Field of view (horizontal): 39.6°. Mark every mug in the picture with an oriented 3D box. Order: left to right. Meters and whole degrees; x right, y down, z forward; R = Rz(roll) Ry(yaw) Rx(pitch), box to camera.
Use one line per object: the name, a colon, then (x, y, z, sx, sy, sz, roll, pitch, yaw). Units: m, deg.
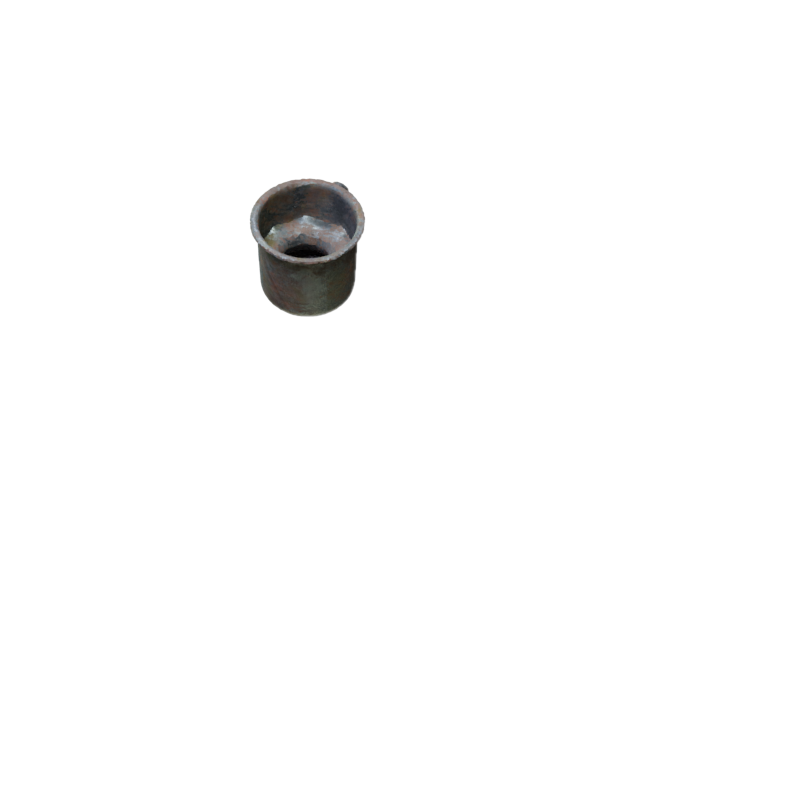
mug: (-0.073, -0.133, 0.930, 0.096, 0.122, 0.076, 18, -36, 12)
